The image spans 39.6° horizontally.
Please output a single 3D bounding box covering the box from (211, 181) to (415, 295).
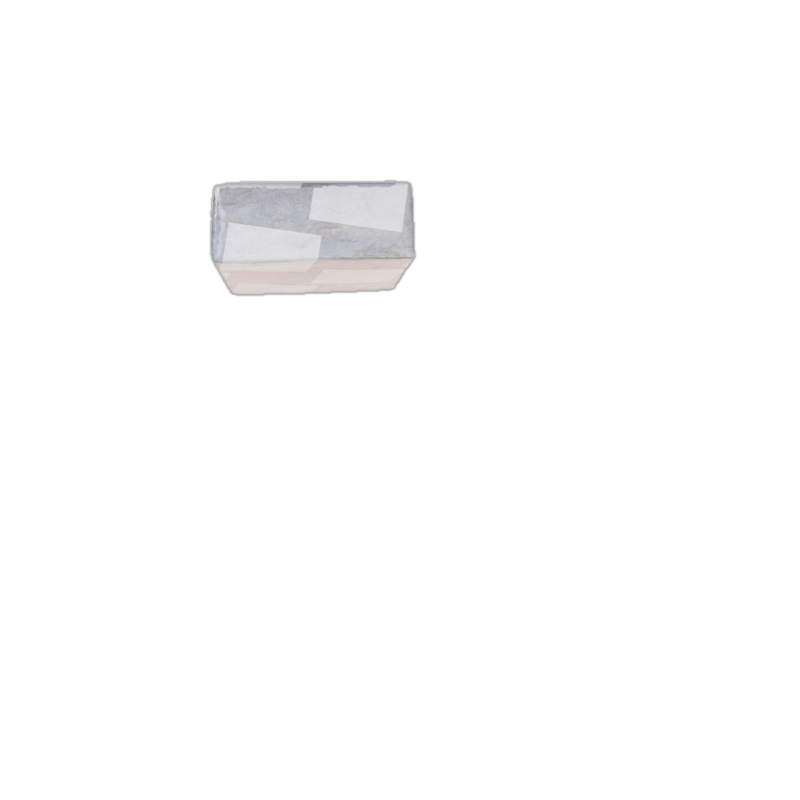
[{"bbox_3d":[-0.077,-0.141,0.988,0.164,0.073,0.211,-1,-3,-3],"label":"box"}]
